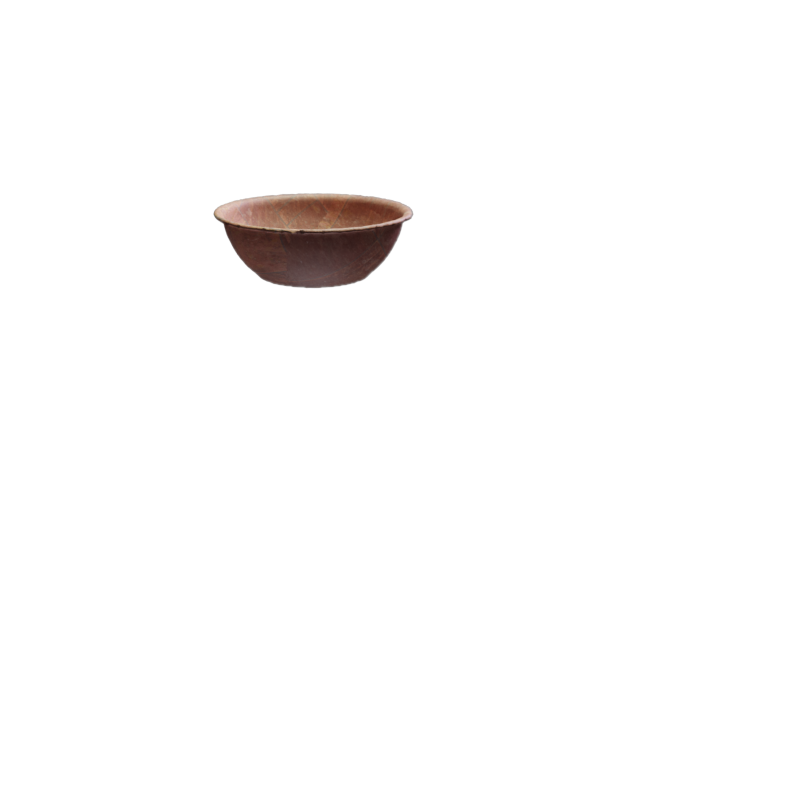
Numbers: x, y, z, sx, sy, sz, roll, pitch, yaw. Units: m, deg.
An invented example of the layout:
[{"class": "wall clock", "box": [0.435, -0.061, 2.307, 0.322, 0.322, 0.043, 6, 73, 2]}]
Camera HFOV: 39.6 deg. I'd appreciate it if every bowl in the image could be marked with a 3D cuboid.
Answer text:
[{"class": "bowl", "box": [-0.071, -0.129, 0.904, 0.162, 0.053, 0.169, -1, 20, -2]}]
